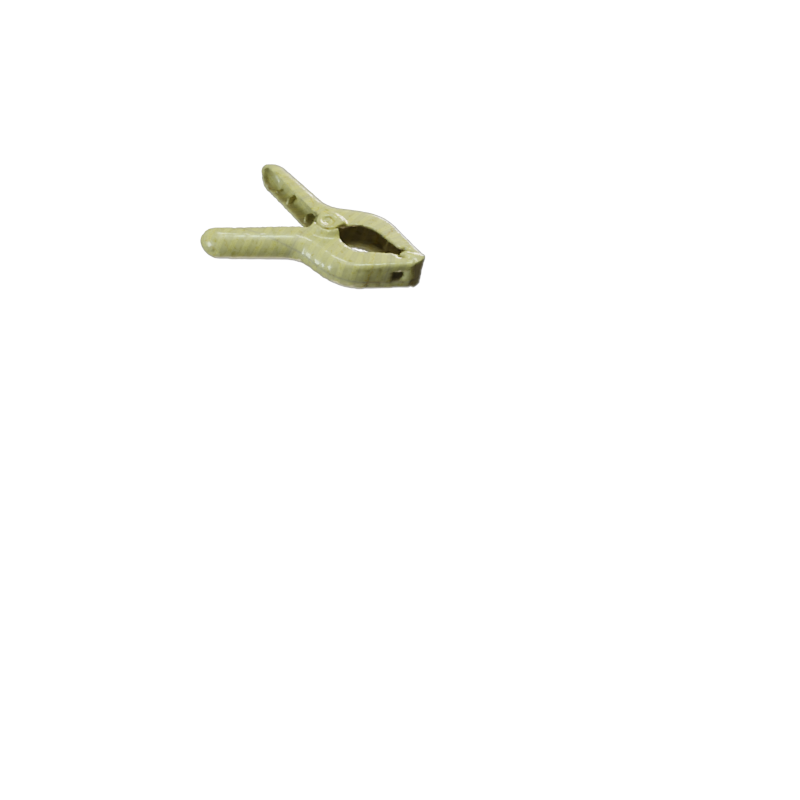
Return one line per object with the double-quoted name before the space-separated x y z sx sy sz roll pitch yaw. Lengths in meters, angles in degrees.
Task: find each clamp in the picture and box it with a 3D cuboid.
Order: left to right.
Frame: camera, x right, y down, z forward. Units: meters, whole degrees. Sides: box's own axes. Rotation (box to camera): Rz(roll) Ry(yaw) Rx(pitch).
"clamp" -0.069 -0.125 0.877 0.180 0.036 0.123 25 52 21
